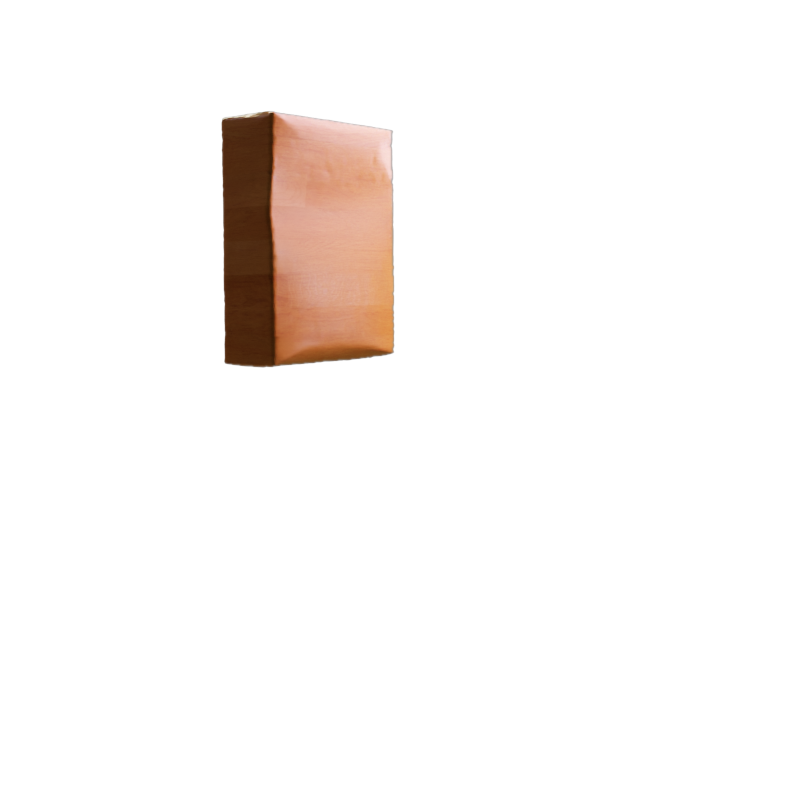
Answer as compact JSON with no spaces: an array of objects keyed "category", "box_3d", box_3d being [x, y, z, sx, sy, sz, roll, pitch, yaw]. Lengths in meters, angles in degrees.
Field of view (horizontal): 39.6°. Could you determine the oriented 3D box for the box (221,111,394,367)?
[{"category":"box","box_3d":[-0.077,-0.141,0.988,0.074,0.214,0.158,-1,0,41]}]
